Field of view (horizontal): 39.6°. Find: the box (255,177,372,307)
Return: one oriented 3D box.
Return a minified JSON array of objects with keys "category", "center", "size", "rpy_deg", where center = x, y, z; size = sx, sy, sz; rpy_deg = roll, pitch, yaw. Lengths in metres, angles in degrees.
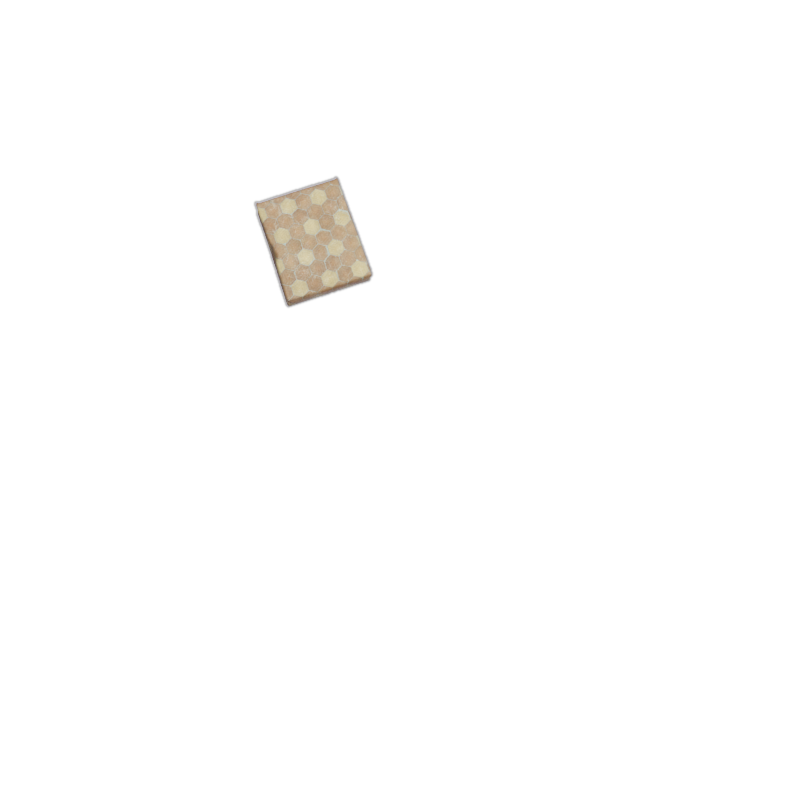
[{"category":"box","center":[-0.072,-0.130,0.913],"size":[0.073,0.092,0.029],"rpy_deg":[-18,-13,-5]}]
